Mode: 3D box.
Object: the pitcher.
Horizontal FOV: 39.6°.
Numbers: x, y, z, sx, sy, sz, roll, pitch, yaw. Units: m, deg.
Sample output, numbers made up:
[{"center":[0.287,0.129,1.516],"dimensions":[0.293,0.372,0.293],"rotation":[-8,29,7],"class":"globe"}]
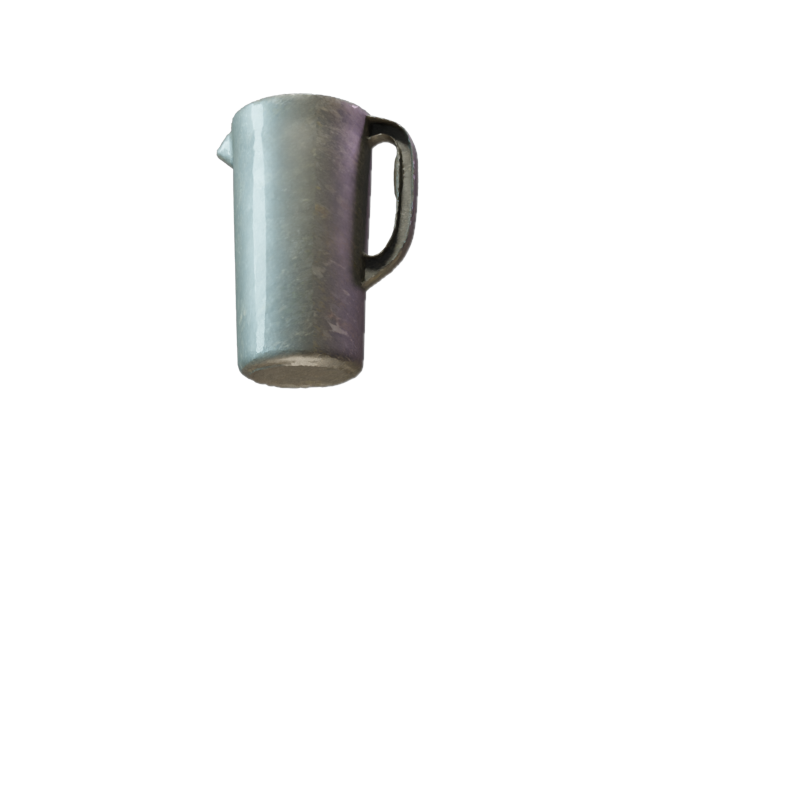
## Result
[{"center":[-0.077,-0.140,0.979],"dimensions":[0.139,0.254,0.149],"rotation":[9,-20,-30],"class":"pitcher"}]
